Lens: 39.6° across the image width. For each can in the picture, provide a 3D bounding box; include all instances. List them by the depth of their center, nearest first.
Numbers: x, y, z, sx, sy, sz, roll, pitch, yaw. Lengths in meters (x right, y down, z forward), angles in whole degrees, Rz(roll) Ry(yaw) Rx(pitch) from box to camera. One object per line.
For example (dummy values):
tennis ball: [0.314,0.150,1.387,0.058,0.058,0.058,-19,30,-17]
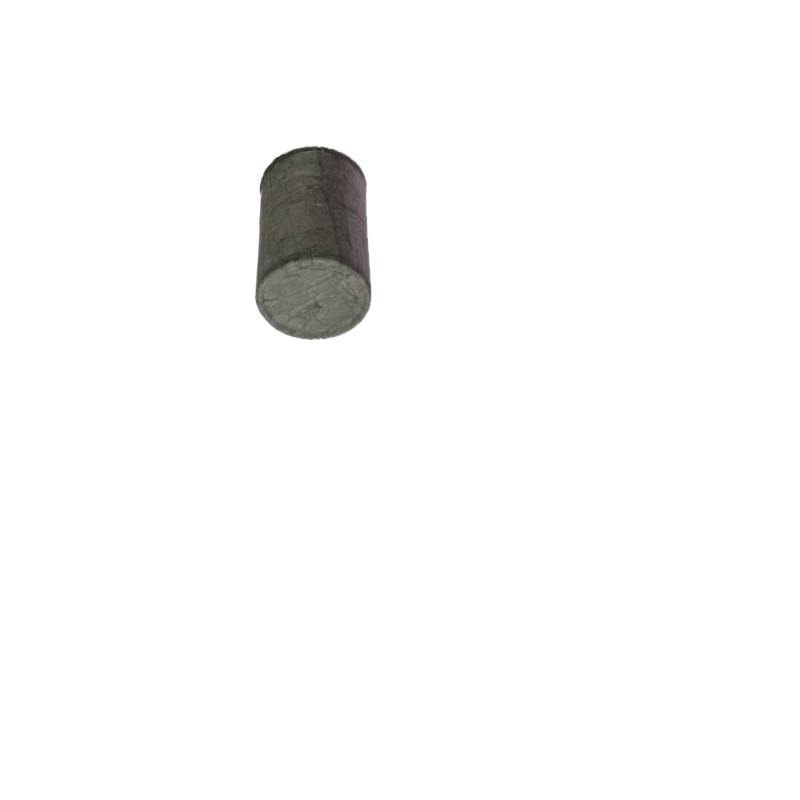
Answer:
can: [-0.052,-0.095,0.666,0.068,0.110,0.064,-1,-44,-3]
